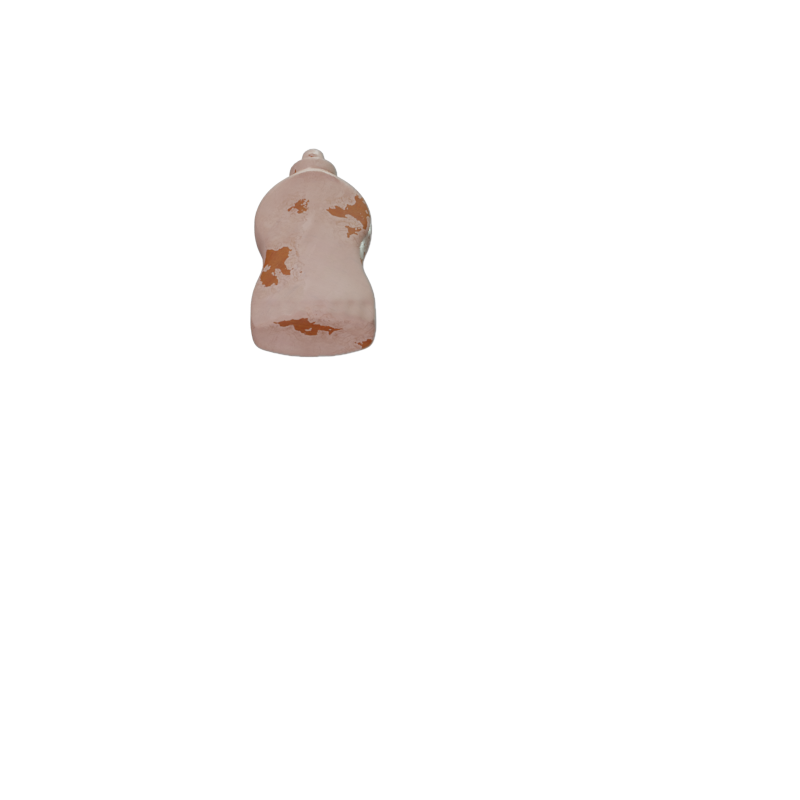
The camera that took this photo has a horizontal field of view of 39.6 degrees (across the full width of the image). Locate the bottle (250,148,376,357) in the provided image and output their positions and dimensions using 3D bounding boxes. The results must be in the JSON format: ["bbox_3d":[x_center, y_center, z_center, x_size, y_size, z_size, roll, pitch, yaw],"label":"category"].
[{"bbox_3d":[-0.070,-0.128,0.898,0.096,0.205,0.054,-3,-36,0],"label":"bottle"}]
